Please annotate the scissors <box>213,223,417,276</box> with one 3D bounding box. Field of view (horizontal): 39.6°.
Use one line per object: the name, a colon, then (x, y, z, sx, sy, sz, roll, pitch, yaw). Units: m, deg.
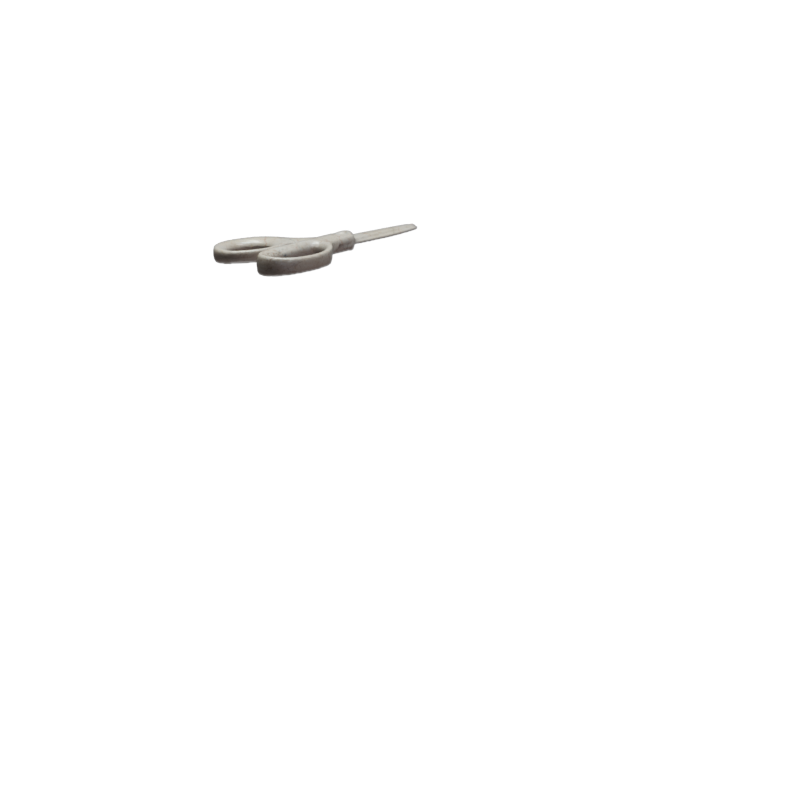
scissors: (-0.066, -0.120, 0.837, 0.099, 0.015, 0.202, 7, 19, 20)
